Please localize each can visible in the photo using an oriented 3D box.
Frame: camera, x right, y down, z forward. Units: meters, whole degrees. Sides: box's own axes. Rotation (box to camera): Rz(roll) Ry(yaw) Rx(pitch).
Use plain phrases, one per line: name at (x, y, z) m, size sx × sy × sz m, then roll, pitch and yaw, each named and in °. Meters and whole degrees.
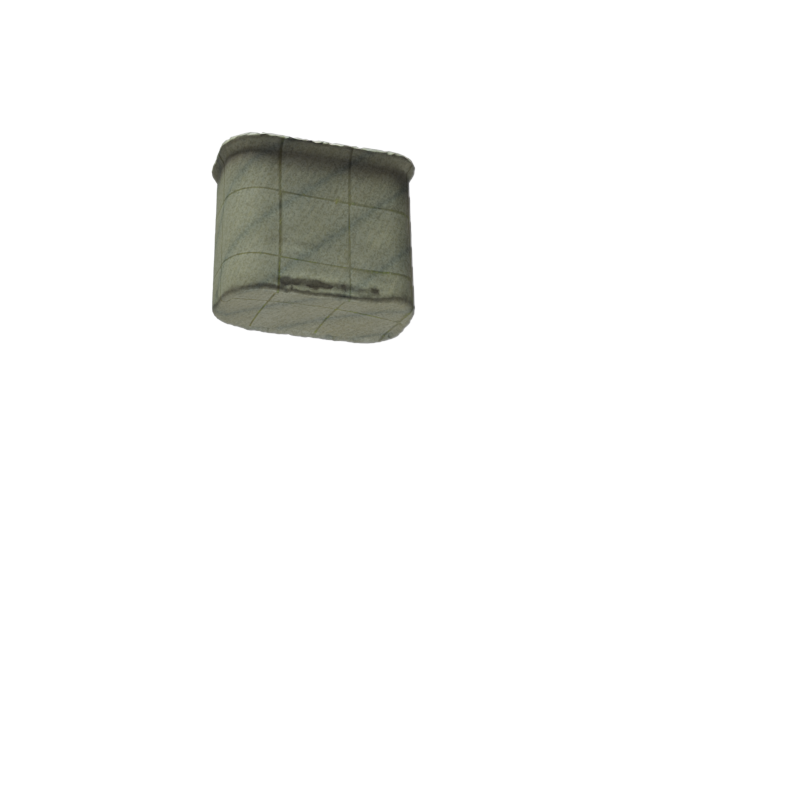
can at (-0.043, -0.079, 0.553) m, size 0.099 × 0.089 × 0.056 m, roll 6°, pitch -25°, yaw -16°
